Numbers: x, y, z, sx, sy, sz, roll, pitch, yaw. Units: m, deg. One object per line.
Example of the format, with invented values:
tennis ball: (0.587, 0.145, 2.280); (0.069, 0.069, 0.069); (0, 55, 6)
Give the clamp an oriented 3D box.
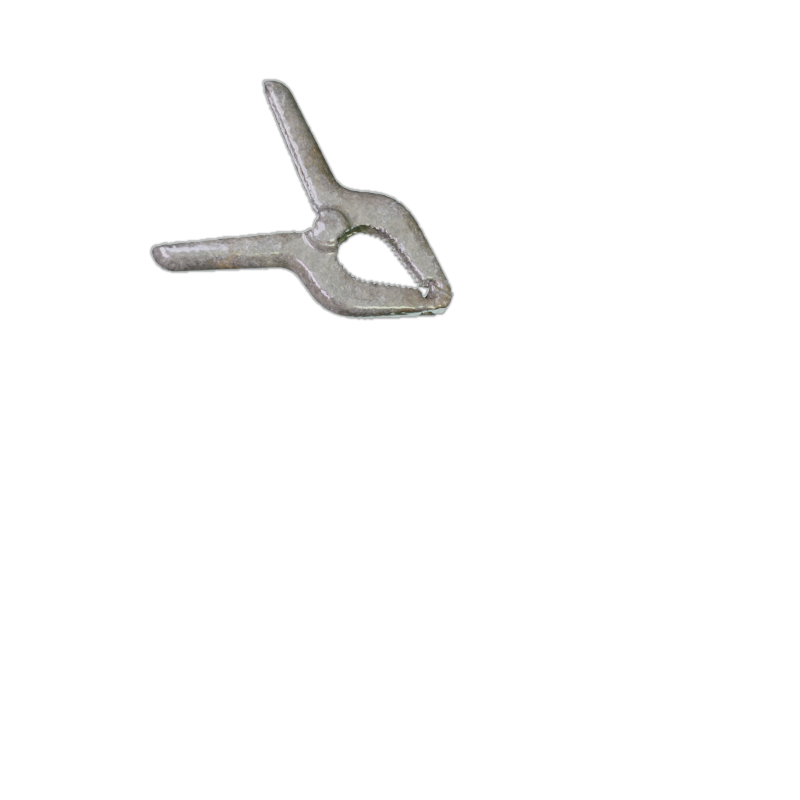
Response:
clamp: (-0.063, -0.114, 0.798); (0.215, 0.166, 0.035); (37, -11, 8)
